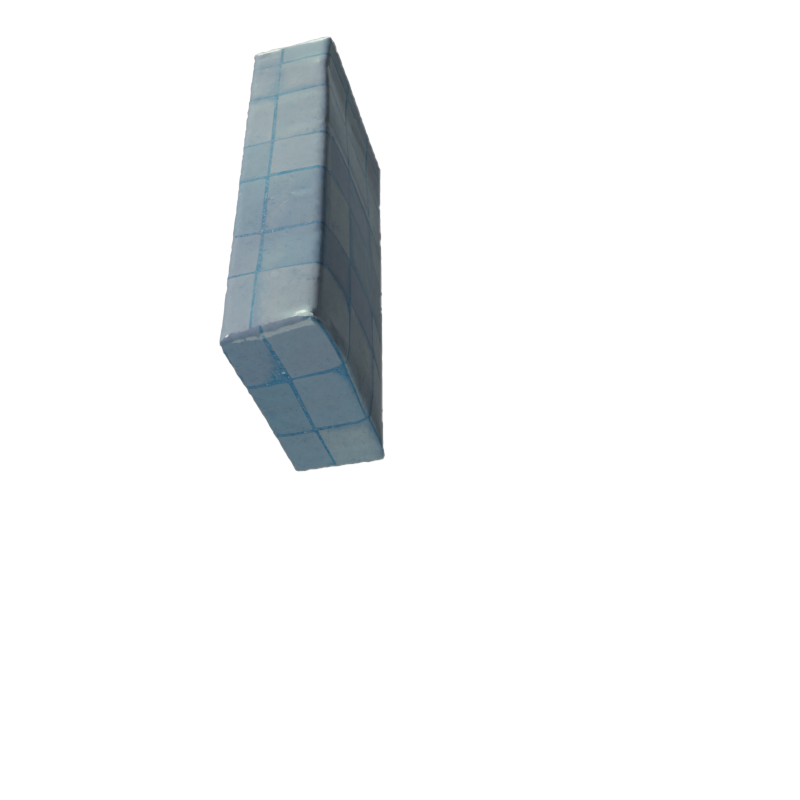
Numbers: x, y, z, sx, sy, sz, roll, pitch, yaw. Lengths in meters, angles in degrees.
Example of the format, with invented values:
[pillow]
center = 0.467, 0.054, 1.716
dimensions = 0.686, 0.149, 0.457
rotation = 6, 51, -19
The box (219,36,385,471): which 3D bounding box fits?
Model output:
[box]
center = -0.039, -0.070, 0.489
dimensions = 0.048, 0.189, 0.086
rotation = -13, -42, 10
